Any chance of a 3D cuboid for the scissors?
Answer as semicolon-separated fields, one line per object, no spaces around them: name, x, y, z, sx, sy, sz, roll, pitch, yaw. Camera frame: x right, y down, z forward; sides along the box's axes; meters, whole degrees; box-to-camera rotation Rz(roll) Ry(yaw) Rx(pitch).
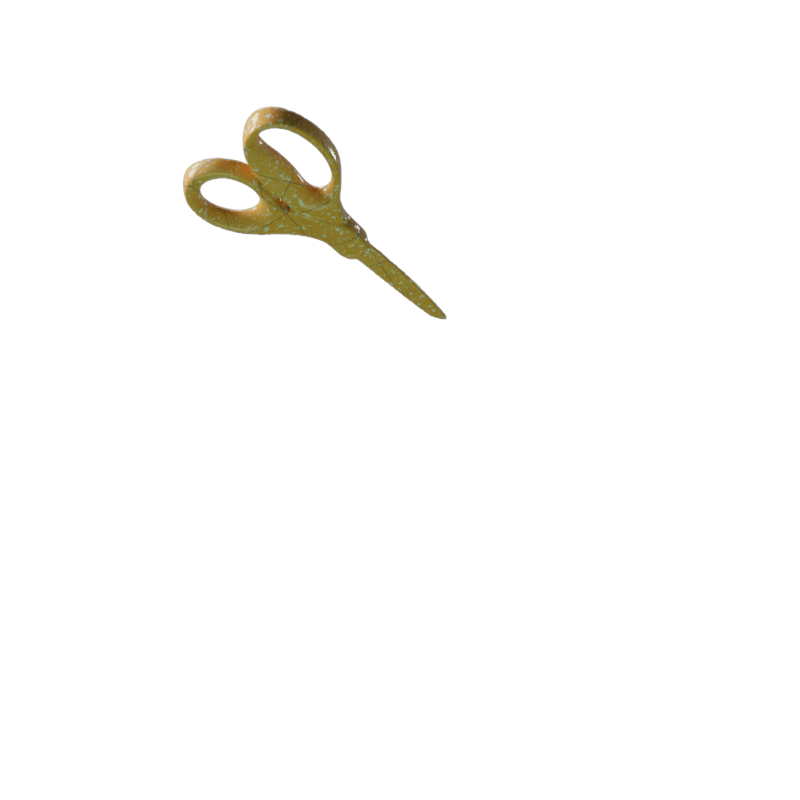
scissors;-0.050;-0.090;0.633;0.097;0.017;0.186;-13;-37;17
